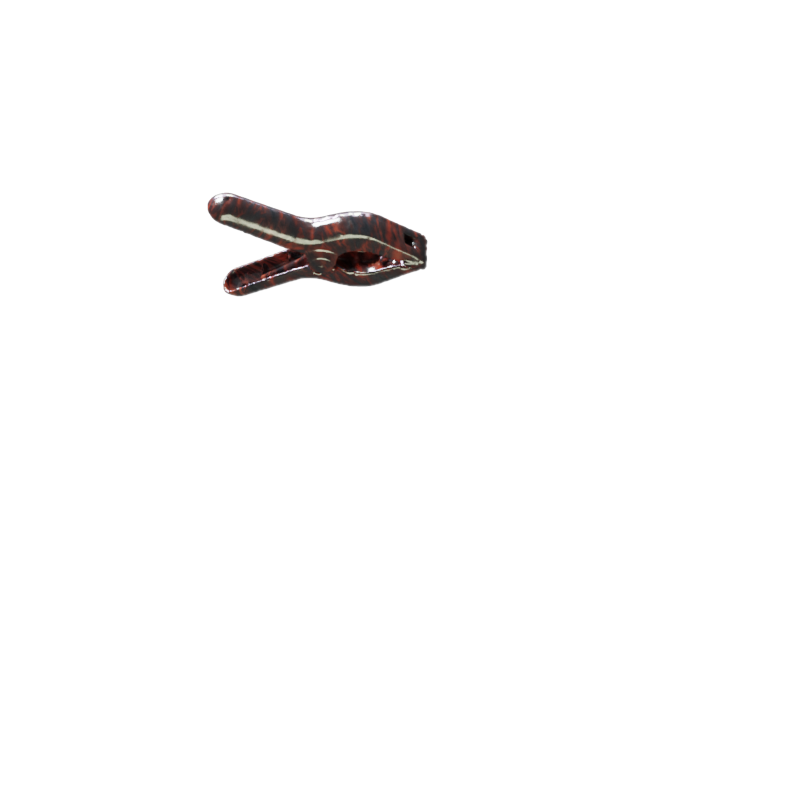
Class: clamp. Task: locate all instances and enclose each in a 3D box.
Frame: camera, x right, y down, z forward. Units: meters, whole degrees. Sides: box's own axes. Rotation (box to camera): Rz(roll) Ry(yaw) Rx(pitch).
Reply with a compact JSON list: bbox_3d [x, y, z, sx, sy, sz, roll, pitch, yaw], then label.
[{"bbox_3d":[-0.067,-0.122,0.857,0.173,0.041,0.112,-4,-24,9],"label":"clamp"}]
